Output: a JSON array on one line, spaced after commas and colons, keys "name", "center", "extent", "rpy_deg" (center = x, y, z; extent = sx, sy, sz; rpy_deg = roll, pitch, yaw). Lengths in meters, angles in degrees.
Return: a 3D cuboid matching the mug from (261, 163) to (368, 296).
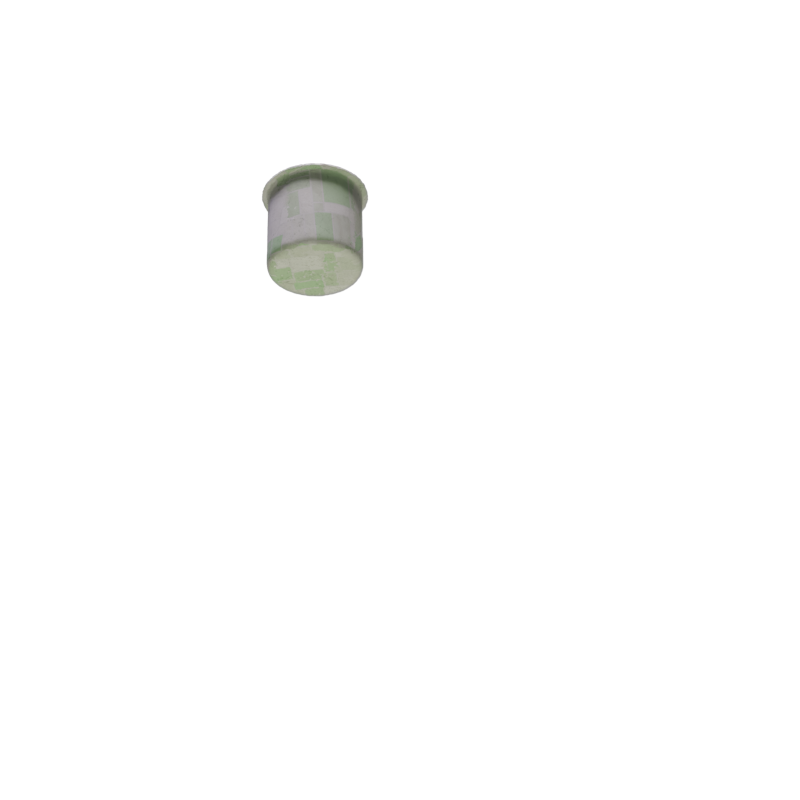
[{"name": "mug", "center": [-0.075, -0.137, 0.961], "extent": [0.092, 0.087, 0.111], "rpy_deg": [4, -32, -9]}]
